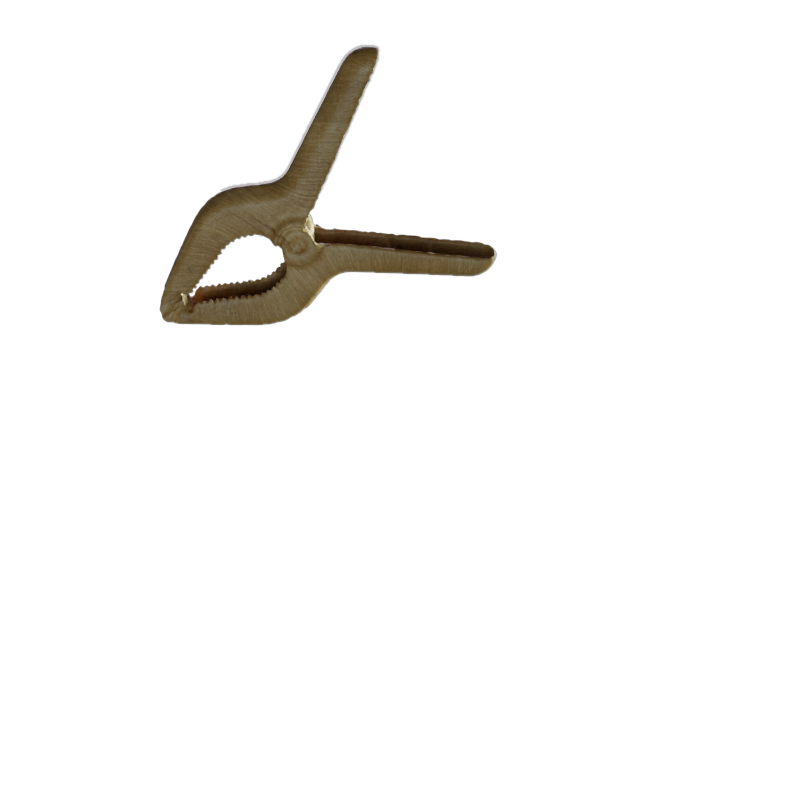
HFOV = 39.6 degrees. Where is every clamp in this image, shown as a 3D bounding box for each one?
[{"bbox_3d":[-0.055,-0.100,0.697,0.209,0.157,0.038,-34,20,14],"label":"clamp"}]
